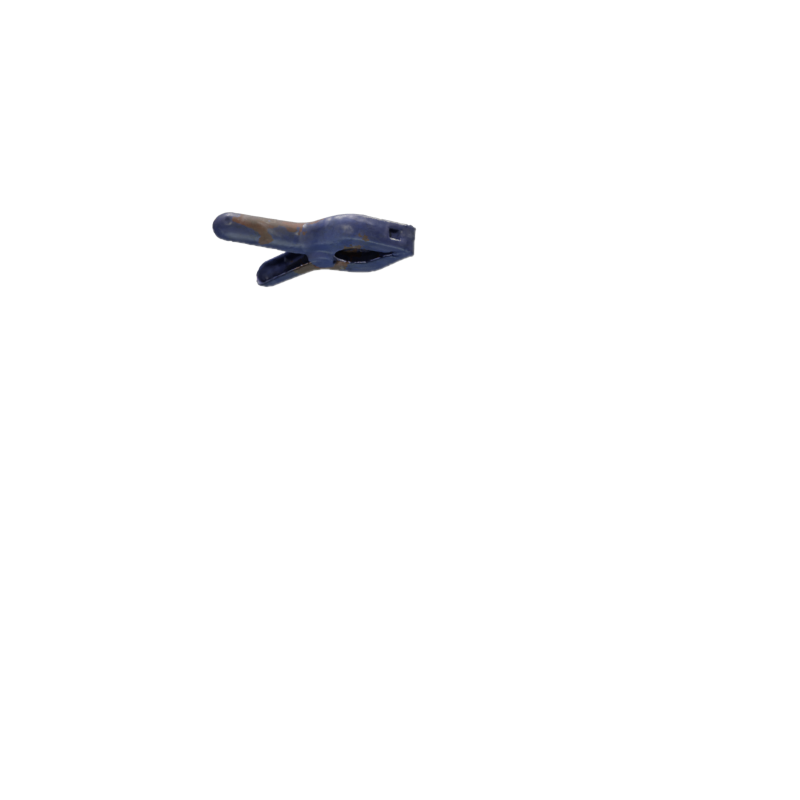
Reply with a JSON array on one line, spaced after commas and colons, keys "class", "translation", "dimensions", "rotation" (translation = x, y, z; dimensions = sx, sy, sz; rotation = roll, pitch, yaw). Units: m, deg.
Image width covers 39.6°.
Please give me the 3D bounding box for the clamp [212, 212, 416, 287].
[{"class": "clamp", "translation": [-0.076, -0.138, 0.965], "dimensions": [0.175, 0.041, 0.113], "rotation": [-7, -16, 24]}]
